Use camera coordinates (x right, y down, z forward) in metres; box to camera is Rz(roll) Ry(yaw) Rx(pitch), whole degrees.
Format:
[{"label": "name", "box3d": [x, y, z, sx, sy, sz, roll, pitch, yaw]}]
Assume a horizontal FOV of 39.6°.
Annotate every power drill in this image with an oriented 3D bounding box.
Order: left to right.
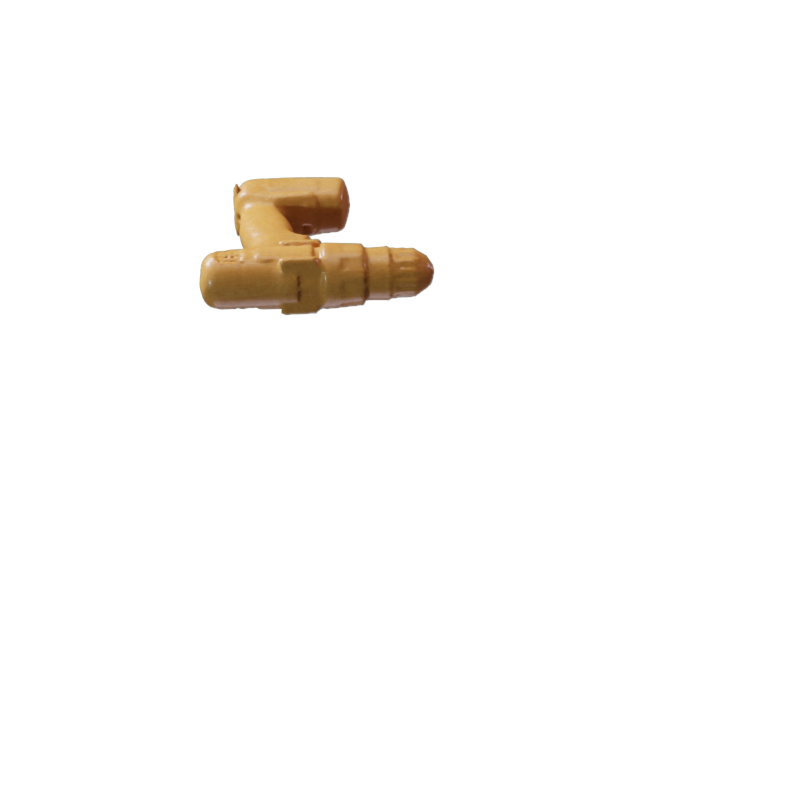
[{"label": "power drill", "box3d": [-0.073, -0.134, 0.936, 0.184, 0.054, 0.199, -2, 28, -4]}]
